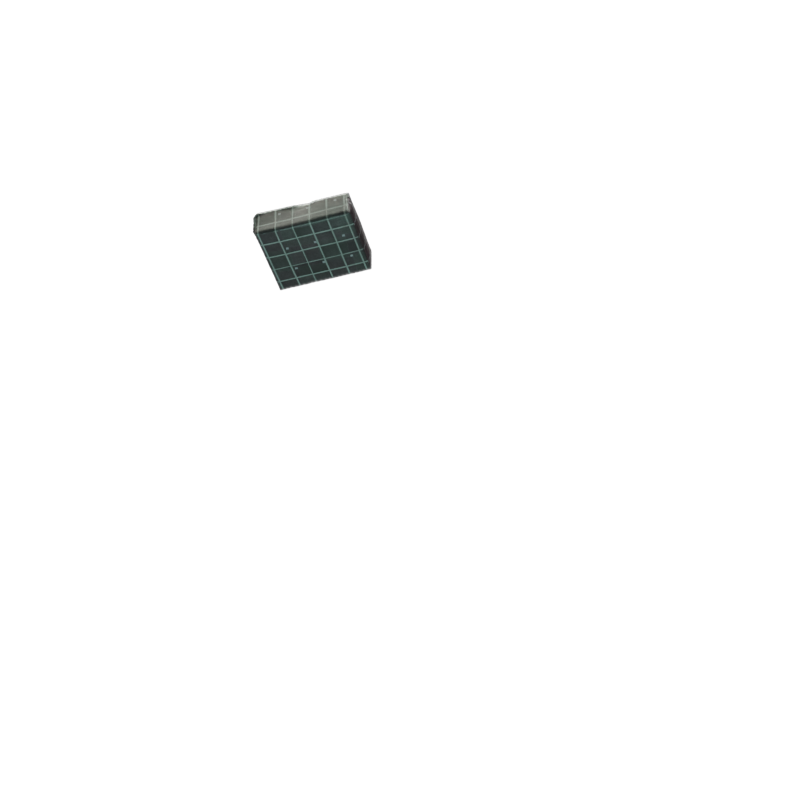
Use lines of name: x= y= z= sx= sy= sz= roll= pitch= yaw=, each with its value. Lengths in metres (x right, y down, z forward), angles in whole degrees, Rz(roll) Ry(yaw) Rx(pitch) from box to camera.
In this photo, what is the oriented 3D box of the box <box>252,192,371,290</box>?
box: x=-0.077 y=-0.140 z=0.980 sx=0.090 sy=0.032 sz=0.067 roll=-11 pitch=-44 yaw=12
